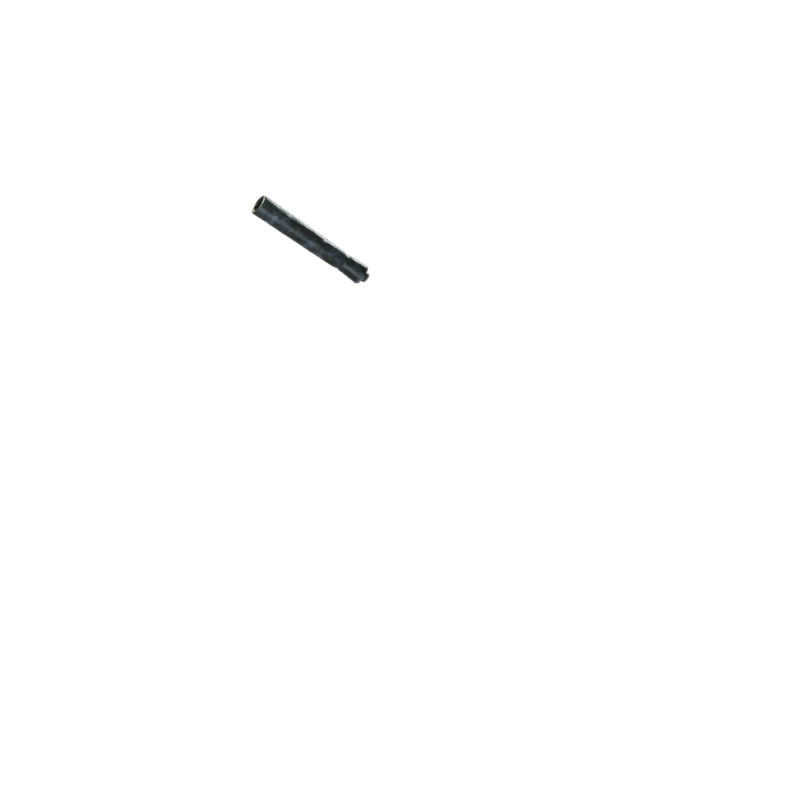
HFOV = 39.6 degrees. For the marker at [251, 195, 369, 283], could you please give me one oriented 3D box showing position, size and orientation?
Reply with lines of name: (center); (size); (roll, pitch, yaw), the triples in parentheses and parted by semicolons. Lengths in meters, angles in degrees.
marker: (-0.075, -0.137, 0.962); (0.115, 0.020, 0.020); (33, -10, -21)
